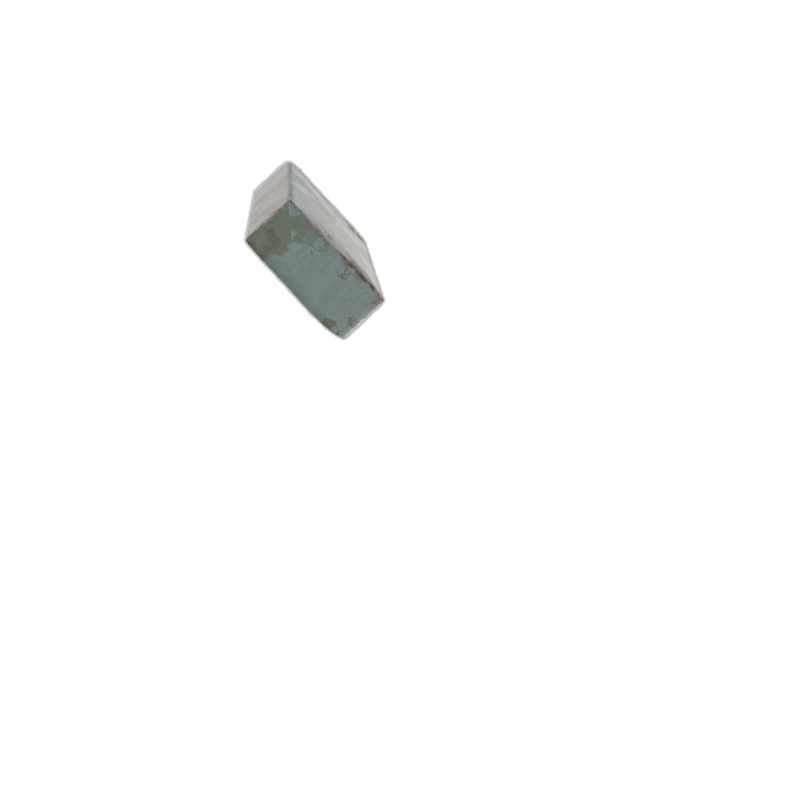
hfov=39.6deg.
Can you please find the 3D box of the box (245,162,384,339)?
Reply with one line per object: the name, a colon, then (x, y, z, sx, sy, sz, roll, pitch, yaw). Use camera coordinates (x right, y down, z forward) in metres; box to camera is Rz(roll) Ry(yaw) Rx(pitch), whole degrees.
box: (-0.061, -0.112, 0.781, 0.048, 0.090, 0.184, -41, 18, 11)
